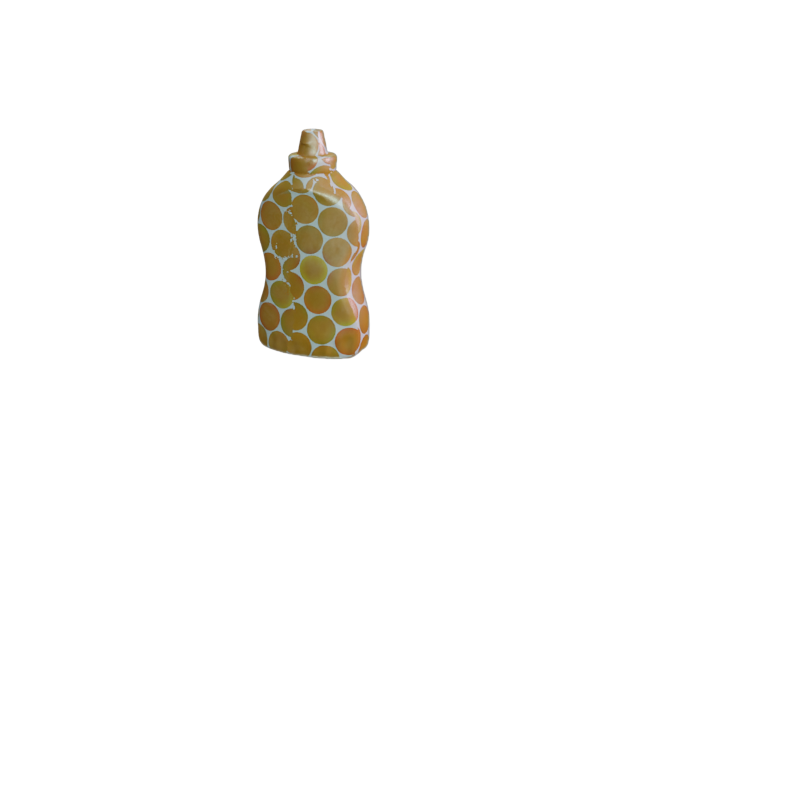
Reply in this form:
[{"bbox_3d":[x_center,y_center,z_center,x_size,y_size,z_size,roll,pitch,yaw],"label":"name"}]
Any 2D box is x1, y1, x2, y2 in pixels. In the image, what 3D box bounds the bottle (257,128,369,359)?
[{"bbox_3d":[-0.074,-0.135,0.943,0.099,0.185,0.058,8,16,23],"label":"bottle"}]
